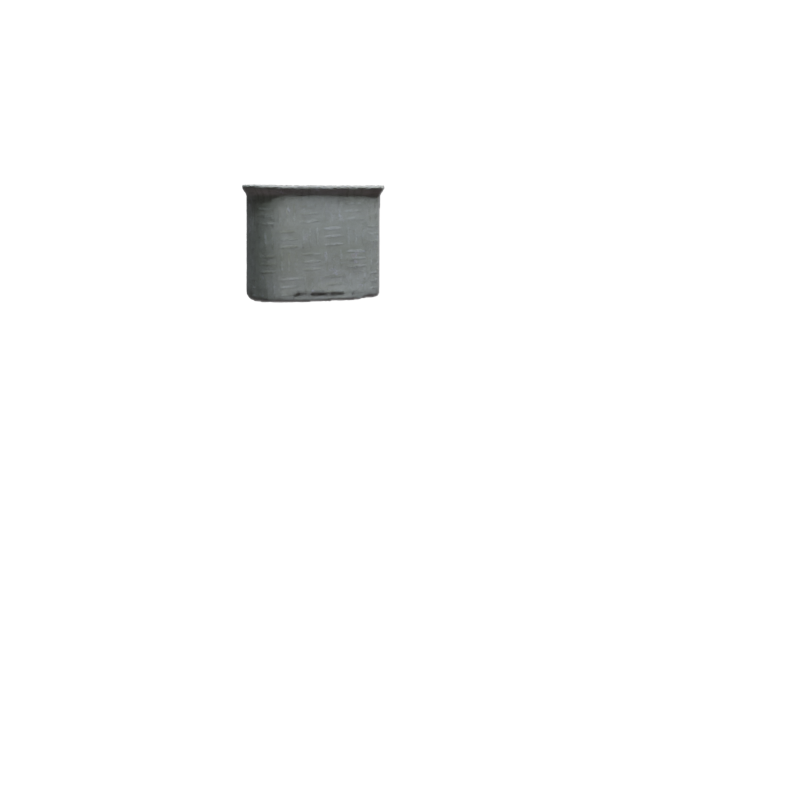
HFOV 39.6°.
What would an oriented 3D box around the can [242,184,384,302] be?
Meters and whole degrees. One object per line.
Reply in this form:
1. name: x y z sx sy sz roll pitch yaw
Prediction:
1. can: -0.064 -0.116 0.815 0.099 0.083 0.059 -3 6 -21
